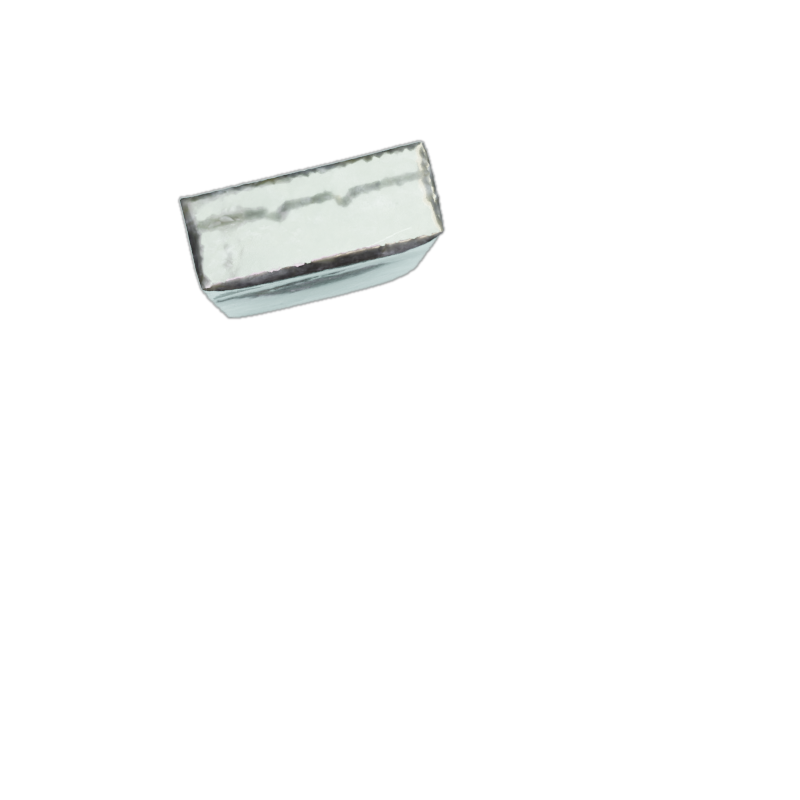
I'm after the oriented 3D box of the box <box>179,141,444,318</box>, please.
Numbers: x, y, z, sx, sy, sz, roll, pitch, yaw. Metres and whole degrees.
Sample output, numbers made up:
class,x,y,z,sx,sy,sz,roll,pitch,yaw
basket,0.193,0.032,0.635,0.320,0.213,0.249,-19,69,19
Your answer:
class,x,y,z,sx,sy,sz,roll,pitch,yaw
box,-0.063,-0.115,0.809,0.164,0.073,0.212,-14,0,-3
